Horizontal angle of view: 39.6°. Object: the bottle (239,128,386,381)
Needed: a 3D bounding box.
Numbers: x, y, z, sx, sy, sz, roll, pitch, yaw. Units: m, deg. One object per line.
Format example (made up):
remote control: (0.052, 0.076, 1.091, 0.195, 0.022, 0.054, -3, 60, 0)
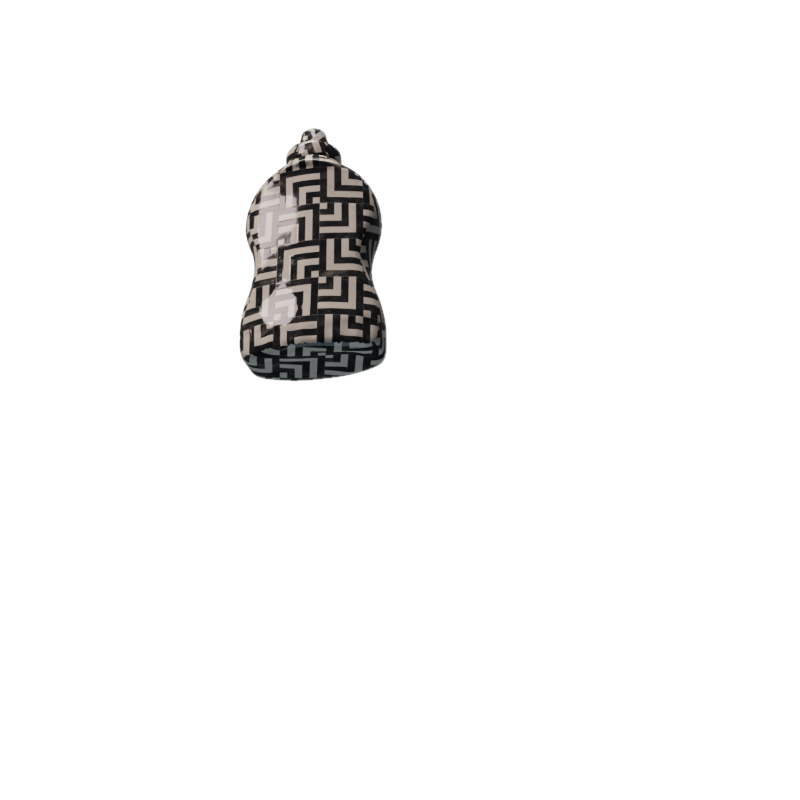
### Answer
bottle: (-0.061, -0.111, 0.781, 0.097, 0.204, 0.054, -9, -30, 11)
